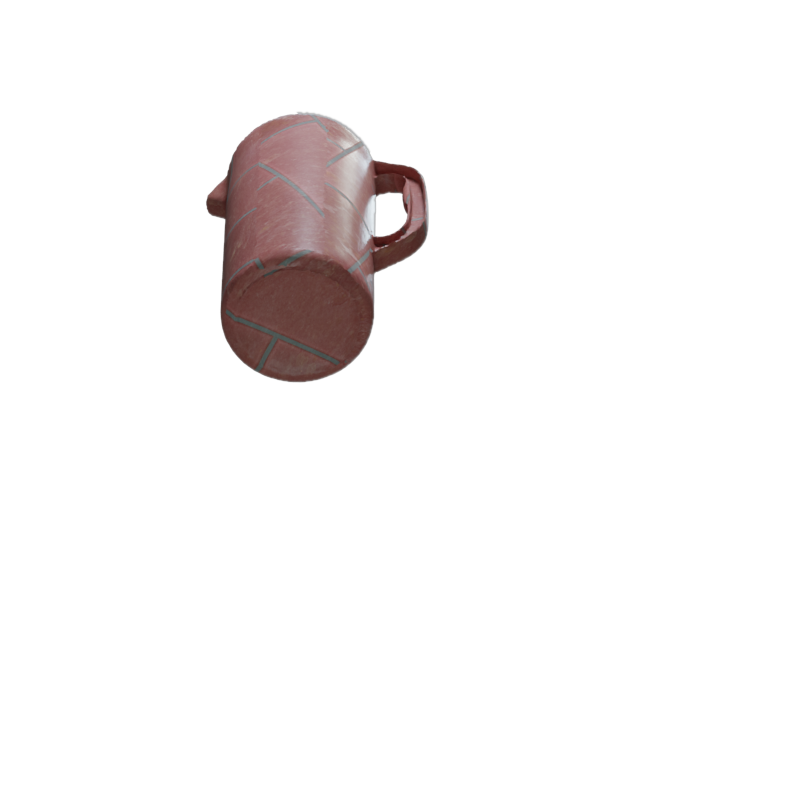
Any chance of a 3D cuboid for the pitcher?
[{"bbox_3d":[-0.068,-0.125,0.872,0.139,0.146,0.259,33,25,-22],"label":"pitcher"}]
